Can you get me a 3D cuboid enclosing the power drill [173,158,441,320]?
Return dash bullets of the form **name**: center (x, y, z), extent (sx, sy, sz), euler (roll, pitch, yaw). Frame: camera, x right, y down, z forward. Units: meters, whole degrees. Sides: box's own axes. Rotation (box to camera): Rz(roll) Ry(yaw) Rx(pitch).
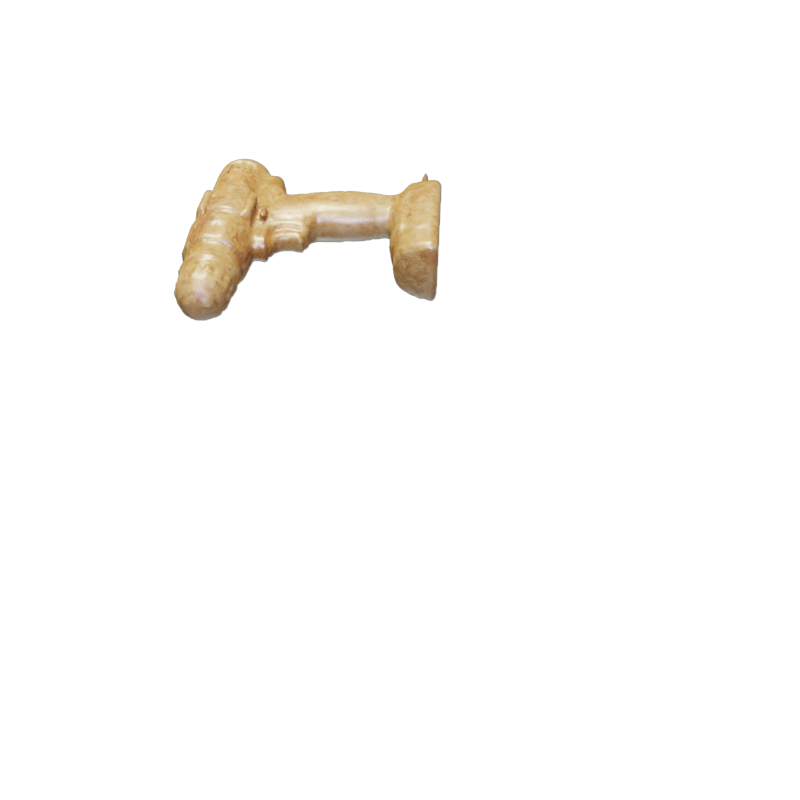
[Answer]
- **power drill**: center (-0.065, -0.118, 0.824), extent (0.189, 0.054, 0.196), euler (4, 40, 5)
